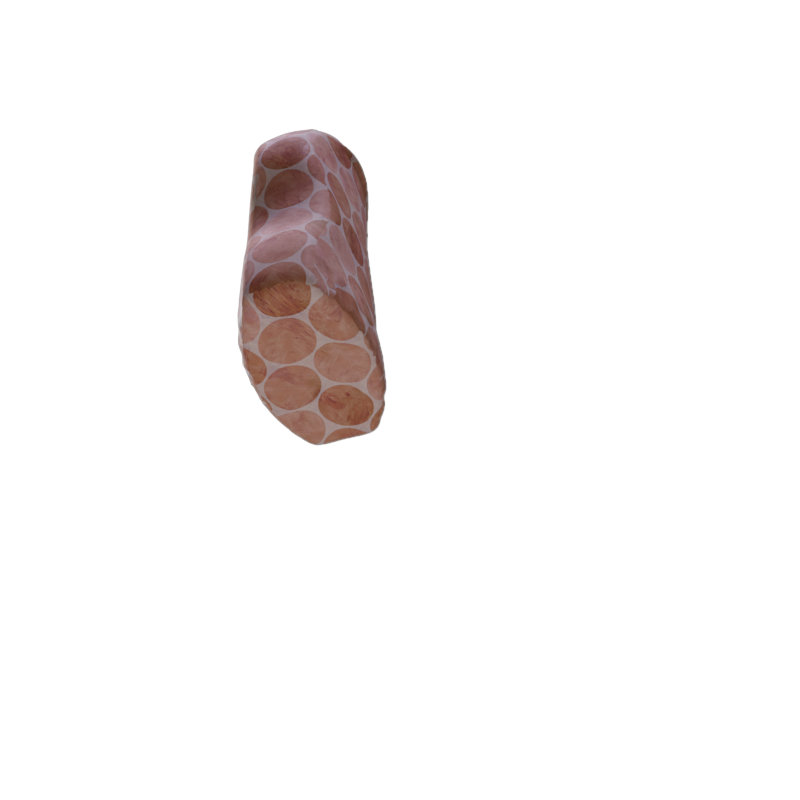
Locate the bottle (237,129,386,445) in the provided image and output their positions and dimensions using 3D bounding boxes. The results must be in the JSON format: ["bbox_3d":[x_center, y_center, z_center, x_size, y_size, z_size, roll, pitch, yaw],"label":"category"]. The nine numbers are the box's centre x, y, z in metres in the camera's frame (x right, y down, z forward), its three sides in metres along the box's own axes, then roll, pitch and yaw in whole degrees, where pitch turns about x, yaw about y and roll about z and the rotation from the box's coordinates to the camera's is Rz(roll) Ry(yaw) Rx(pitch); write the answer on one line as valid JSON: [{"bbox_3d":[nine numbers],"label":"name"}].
[{"bbox_3d":[-0.043,-0.078,0.548,0.059,0.089,0.206,-17,40,11],"label":"bottle"}]
